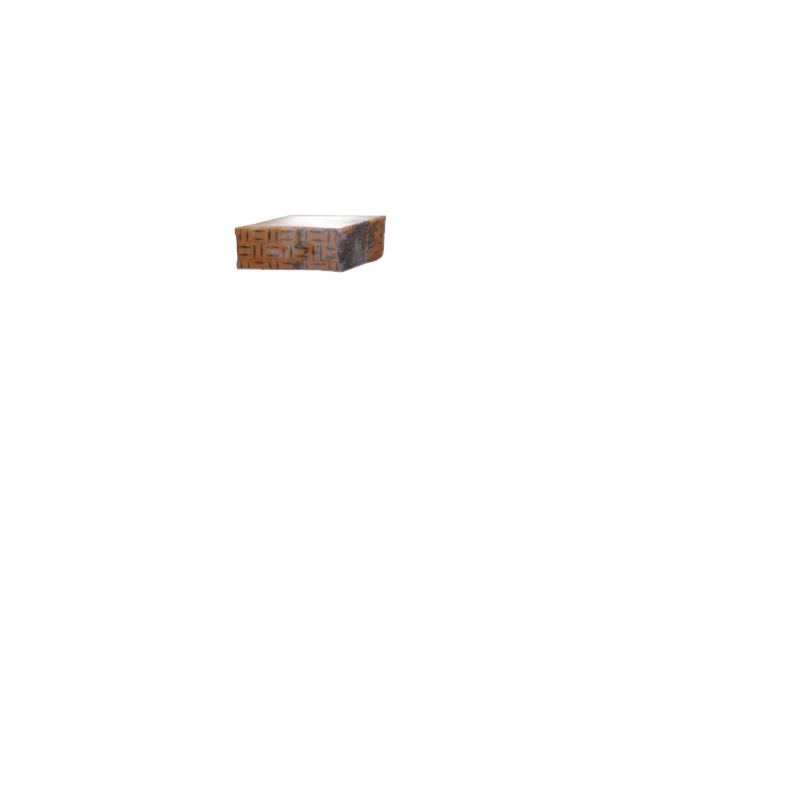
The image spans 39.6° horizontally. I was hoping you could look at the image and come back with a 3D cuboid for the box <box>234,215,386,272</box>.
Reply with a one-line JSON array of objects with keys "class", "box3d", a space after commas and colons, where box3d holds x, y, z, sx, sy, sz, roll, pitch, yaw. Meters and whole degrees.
[{"class": "box", "box3d": [-0.070, -0.128, 0.896, 0.092, 0.038, 0.113, 4, 12, 19]}]
